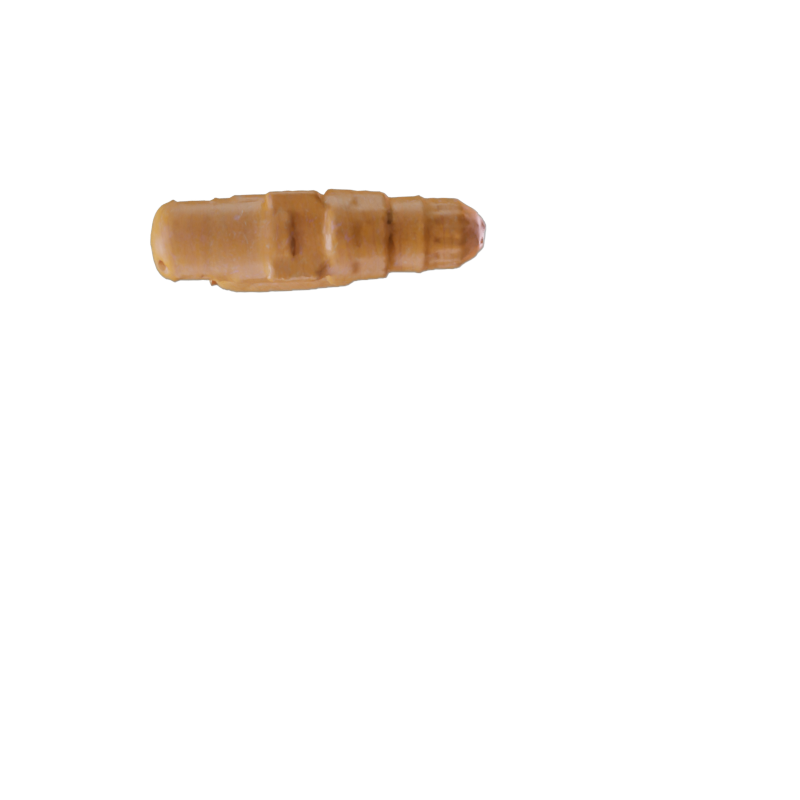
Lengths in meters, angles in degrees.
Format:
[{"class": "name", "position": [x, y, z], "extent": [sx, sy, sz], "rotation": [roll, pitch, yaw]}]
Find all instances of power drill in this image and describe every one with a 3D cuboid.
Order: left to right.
[{"class": "power drill", "position": [-0.053, -0.097, 0.680], "extent": [0.183, 0.057, 0.188], "rotation": [0, 3, -5]}]
